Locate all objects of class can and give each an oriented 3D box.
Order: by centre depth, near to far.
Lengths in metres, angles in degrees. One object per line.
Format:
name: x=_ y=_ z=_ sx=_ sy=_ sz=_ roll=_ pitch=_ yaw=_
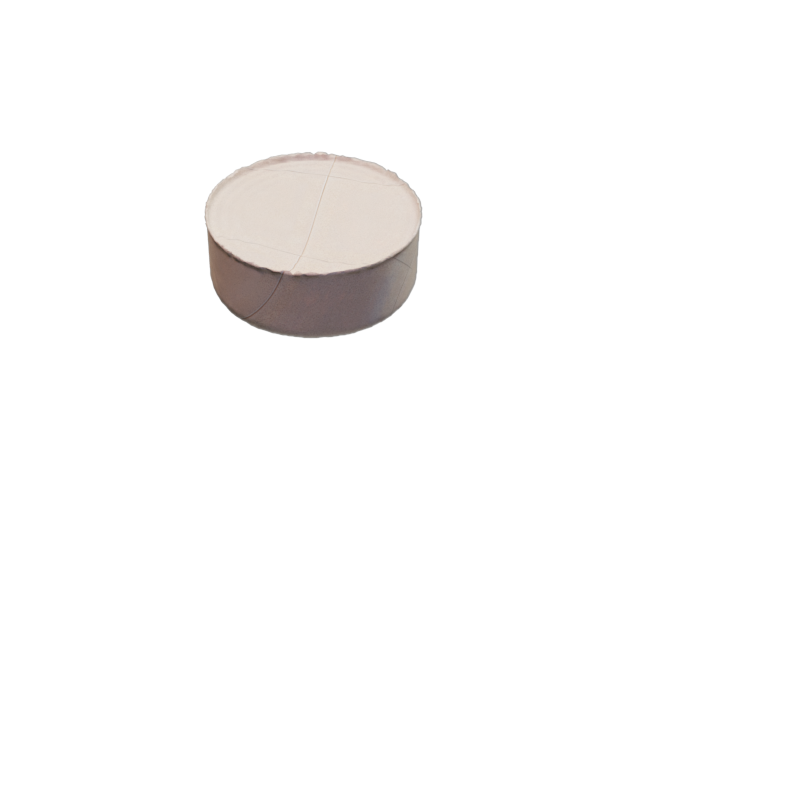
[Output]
can: x=-0.035 y=-0.064 z=0.445 sx=0.086 sy=0.031 sz=0.092 roll=-1 pitch=40 yaw=-2
